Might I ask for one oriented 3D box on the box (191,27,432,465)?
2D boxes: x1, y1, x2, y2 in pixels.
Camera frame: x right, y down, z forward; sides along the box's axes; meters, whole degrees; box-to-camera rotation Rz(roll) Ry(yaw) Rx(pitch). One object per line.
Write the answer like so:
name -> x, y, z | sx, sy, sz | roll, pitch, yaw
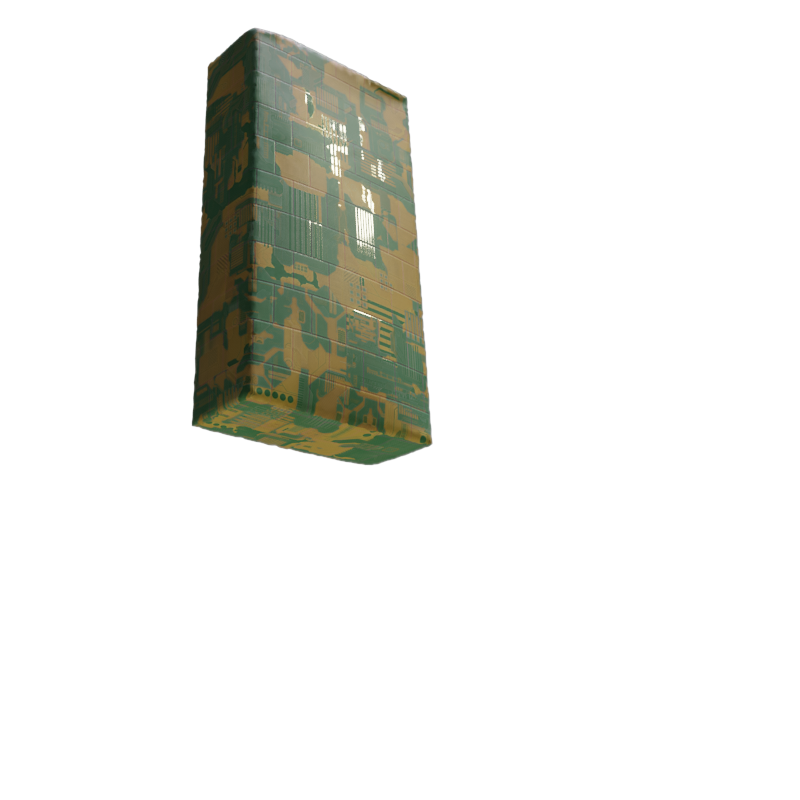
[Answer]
box -> -0.037, -0.068, 0.473 | 0.088, 0.187, 0.048 | 18, -32, -35
